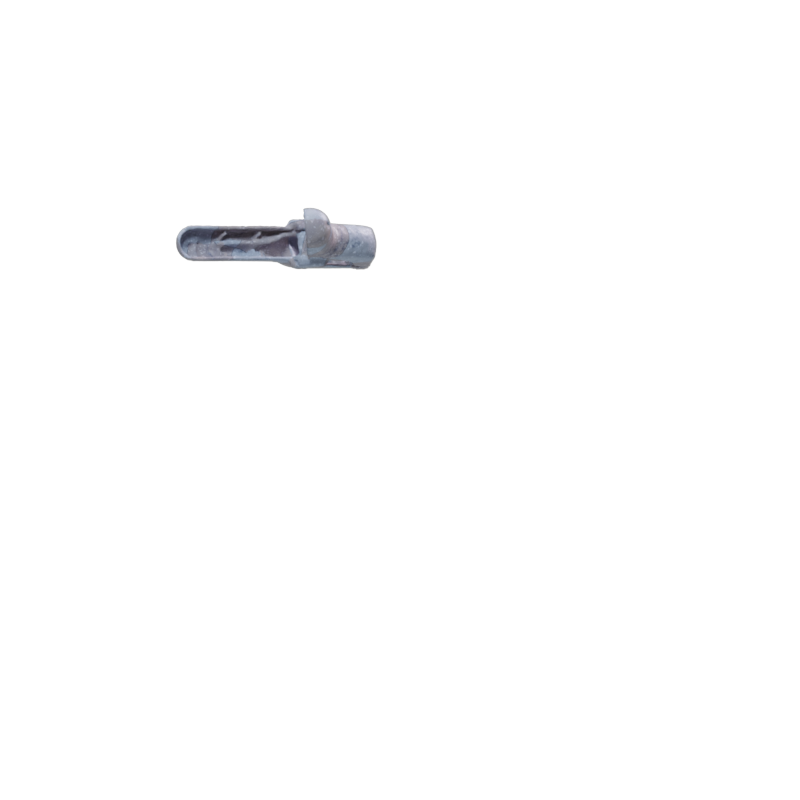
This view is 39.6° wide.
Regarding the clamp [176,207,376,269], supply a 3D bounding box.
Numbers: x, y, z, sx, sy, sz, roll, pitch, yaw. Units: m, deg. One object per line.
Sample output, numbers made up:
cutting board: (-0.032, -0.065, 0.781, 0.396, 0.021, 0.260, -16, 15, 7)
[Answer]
clamp: (-0.063, -0.115, 0.803, 0.125, 0.039, 0.165, 4, 7, 39)
